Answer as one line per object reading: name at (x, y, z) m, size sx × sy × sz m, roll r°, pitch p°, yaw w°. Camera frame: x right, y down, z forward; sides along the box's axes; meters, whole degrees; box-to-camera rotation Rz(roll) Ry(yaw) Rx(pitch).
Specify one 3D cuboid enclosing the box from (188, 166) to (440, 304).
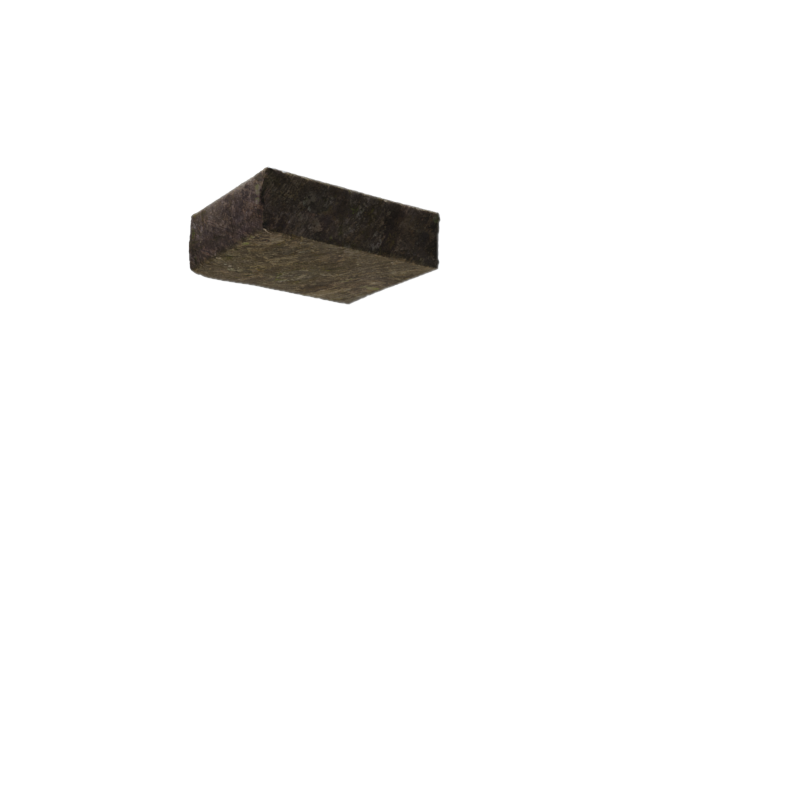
box at (-0.048, -0.088, 0.614) m, size 0.108 × 0.040 × 0.091 m, roll 8°, pitch -15°, yaw -33°
